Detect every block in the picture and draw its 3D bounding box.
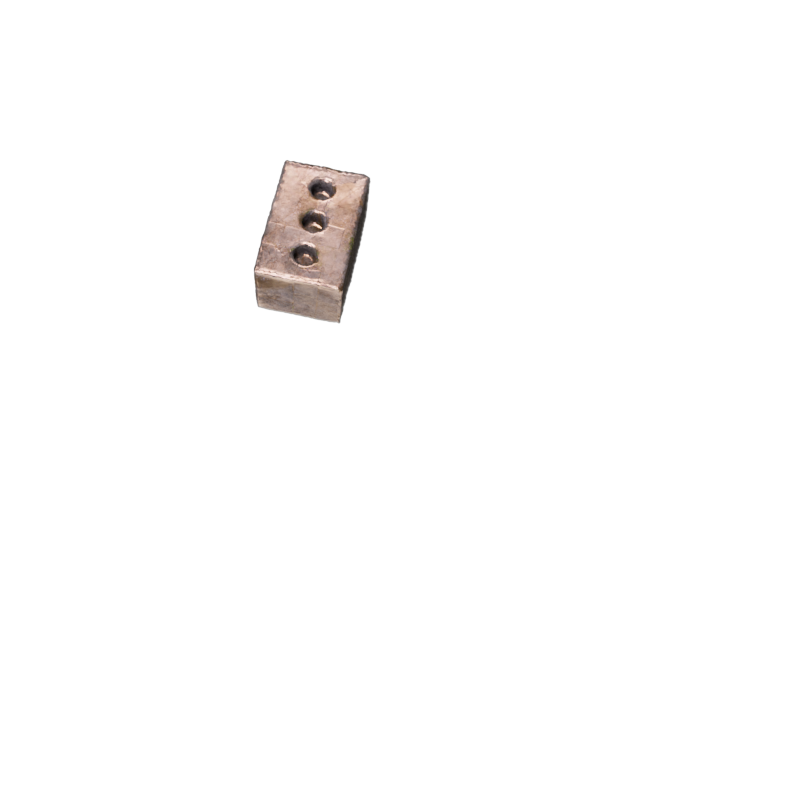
[{"bbox_3d":[-0.051,-0.093,0.652,0.053,0.082,0.048,11,-25,3],"label":"block"}]
